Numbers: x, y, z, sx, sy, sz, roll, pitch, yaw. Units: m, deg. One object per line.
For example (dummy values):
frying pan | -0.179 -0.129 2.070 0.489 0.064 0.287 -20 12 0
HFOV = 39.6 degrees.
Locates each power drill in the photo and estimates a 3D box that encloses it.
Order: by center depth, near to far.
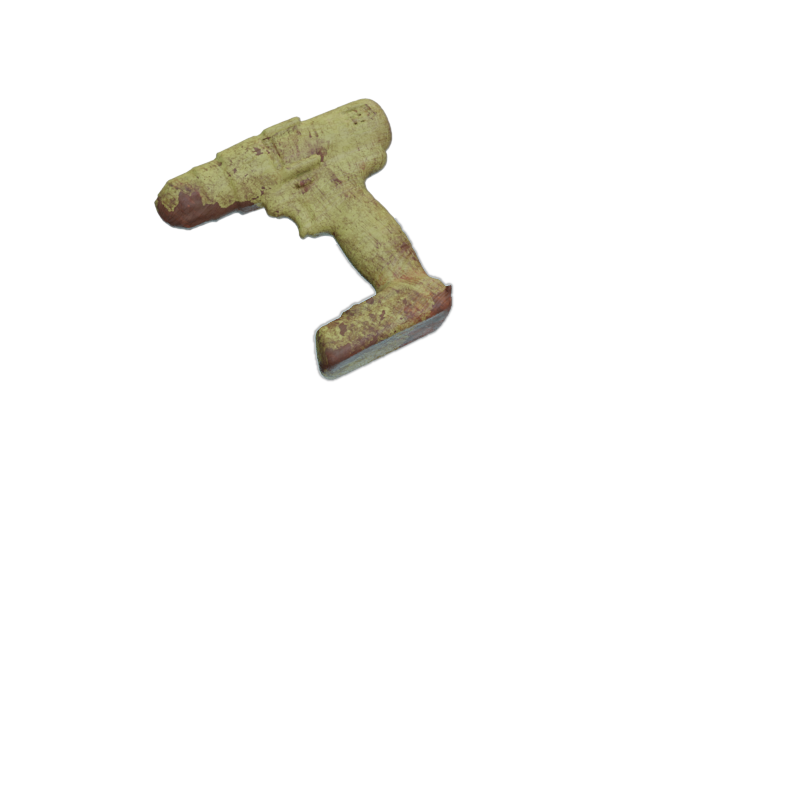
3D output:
power drill | -0.062 -0.113 0.795 0.184 0.197 0.055 -25 -17 -9
